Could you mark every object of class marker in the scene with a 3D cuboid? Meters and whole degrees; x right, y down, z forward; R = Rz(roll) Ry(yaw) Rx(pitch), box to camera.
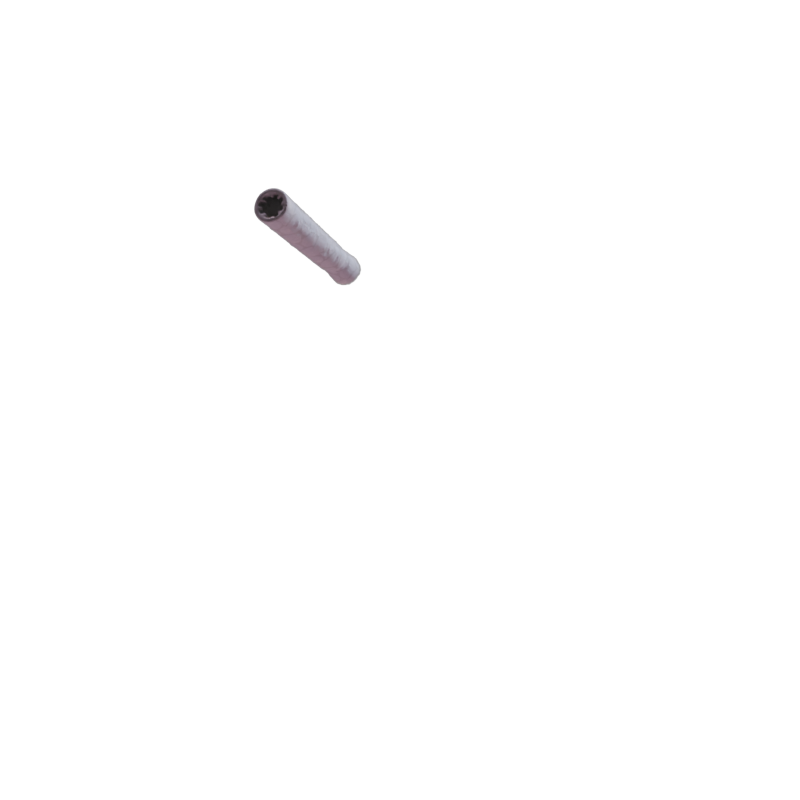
[{"bbox_3d":[-0.048,-0.087,0.612,0.020,0.020,0.114,2,-11,19],"label":"marker"}]
